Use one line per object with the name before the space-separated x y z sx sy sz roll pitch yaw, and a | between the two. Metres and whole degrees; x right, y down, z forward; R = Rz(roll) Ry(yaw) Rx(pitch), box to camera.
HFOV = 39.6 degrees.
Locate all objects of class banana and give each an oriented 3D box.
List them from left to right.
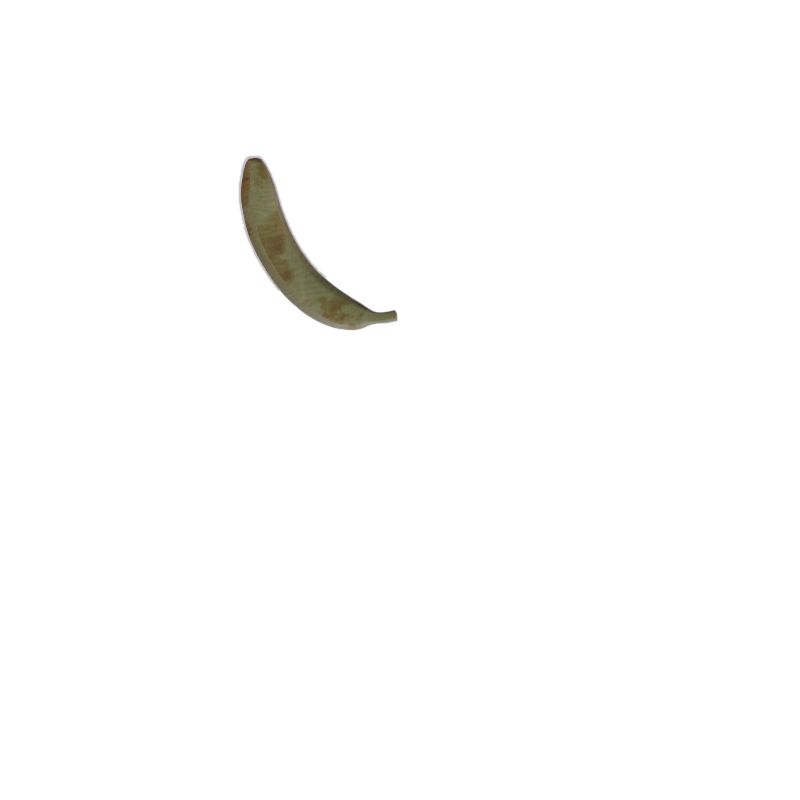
banana | -0.090 -0.128 0.999 0.069 0.192 0.038 -40 12 11
